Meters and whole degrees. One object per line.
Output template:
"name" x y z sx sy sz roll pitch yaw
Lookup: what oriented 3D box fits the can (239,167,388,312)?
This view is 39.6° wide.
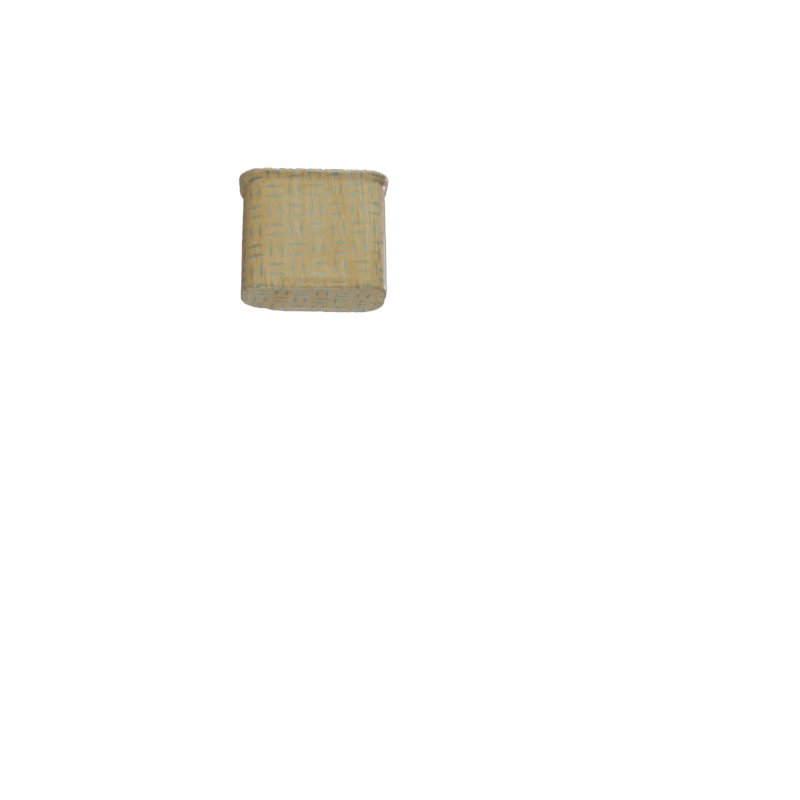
"can" -0.058 -0.107 0.748 0.101 0.088 0.055 0 -18 -4
